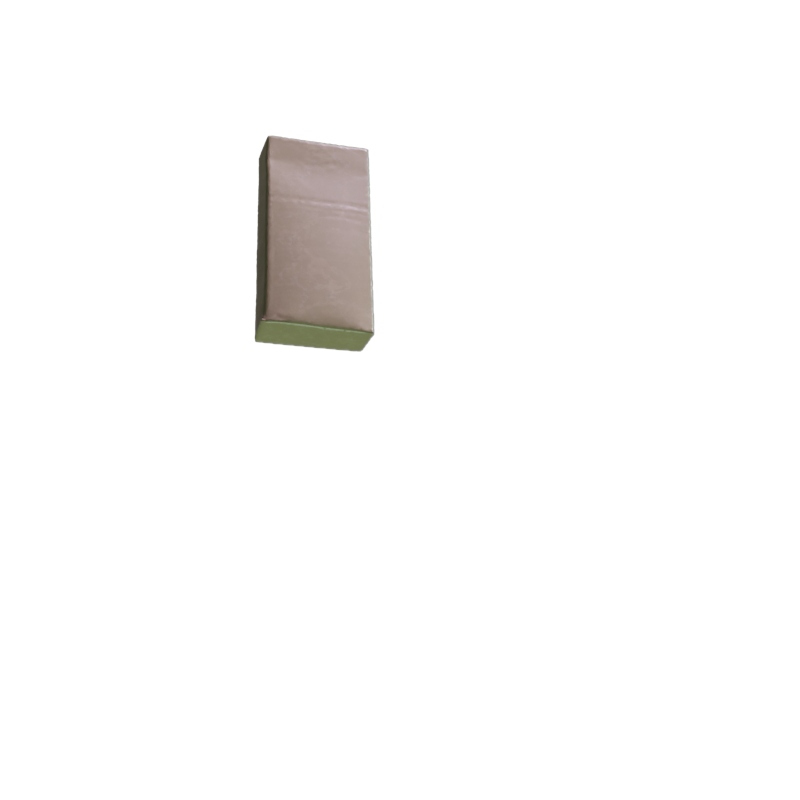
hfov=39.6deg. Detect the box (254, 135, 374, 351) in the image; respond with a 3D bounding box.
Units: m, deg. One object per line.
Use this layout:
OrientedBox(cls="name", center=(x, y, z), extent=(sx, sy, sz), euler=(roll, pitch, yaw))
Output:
OrientedBox(cls="box", center=(-0.072, -0.132, 0.927), extent=(0.091, 0.187, 0.046), euler=(5, -29, -14))
